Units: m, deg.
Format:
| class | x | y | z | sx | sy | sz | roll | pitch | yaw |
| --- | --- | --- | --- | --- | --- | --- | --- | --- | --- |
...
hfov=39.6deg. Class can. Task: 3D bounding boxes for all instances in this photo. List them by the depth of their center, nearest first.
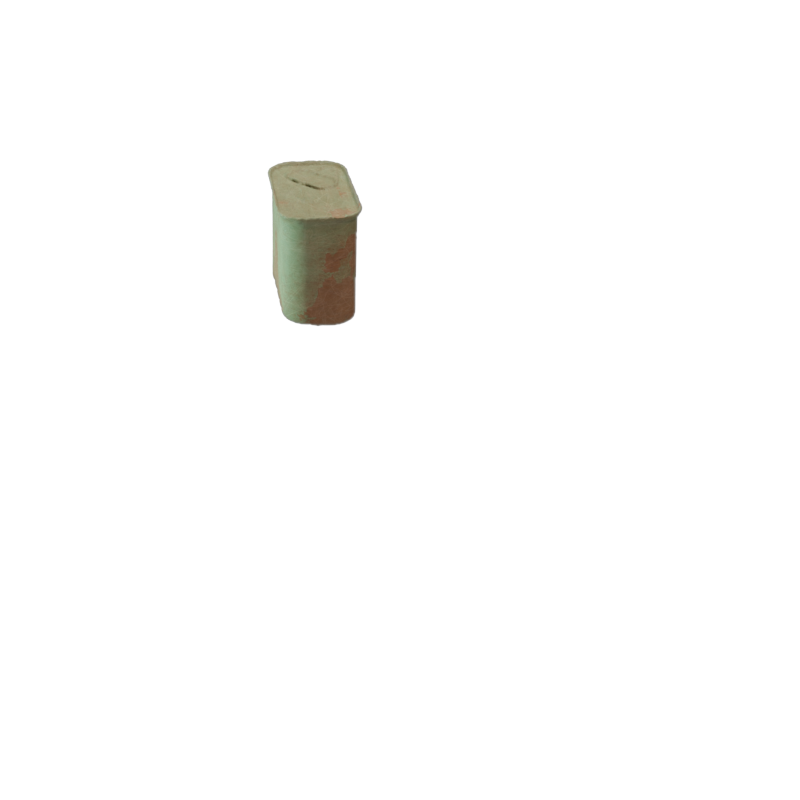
| class | x | y | z | sx | sy | sz | roll | pitch | yaw |
| --- | --- | --- | --- | --- | --- | --- | --- | --- | --- |
| can | -0.061 | -0.112 | 0.782 | 0.057 | 0.079 | 0.109 | -4 | 31 | -10 |
